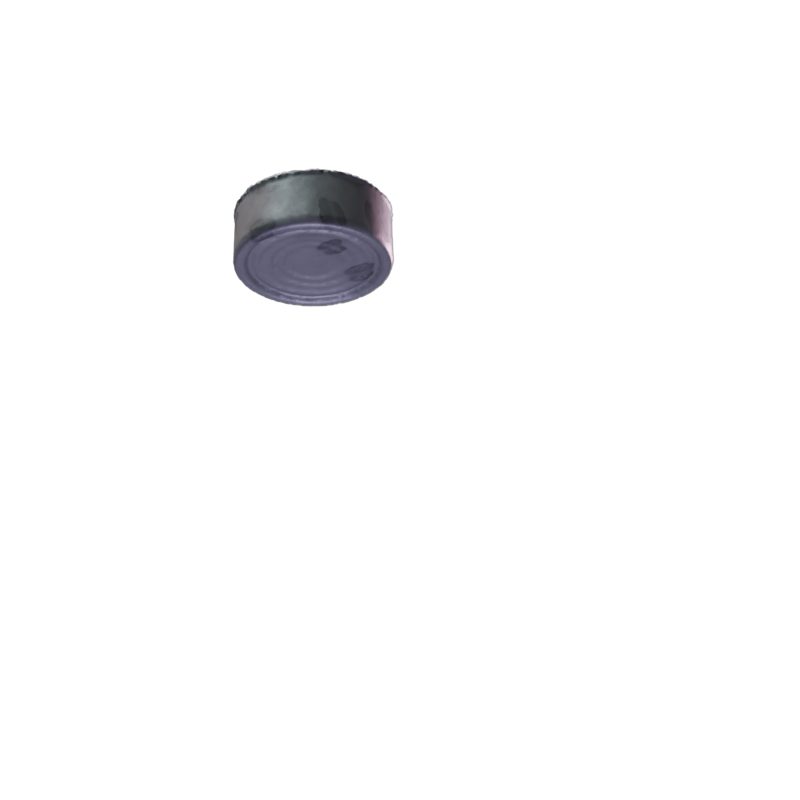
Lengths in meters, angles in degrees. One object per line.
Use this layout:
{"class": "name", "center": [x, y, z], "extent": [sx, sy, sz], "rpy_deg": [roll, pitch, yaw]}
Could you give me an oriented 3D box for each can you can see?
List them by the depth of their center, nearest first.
{"class": "can", "center": [-0.046, -0.084, 0.588], "extent": [0.086, 0.036, 0.081], "rpy_deg": [1, -28, -2]}
